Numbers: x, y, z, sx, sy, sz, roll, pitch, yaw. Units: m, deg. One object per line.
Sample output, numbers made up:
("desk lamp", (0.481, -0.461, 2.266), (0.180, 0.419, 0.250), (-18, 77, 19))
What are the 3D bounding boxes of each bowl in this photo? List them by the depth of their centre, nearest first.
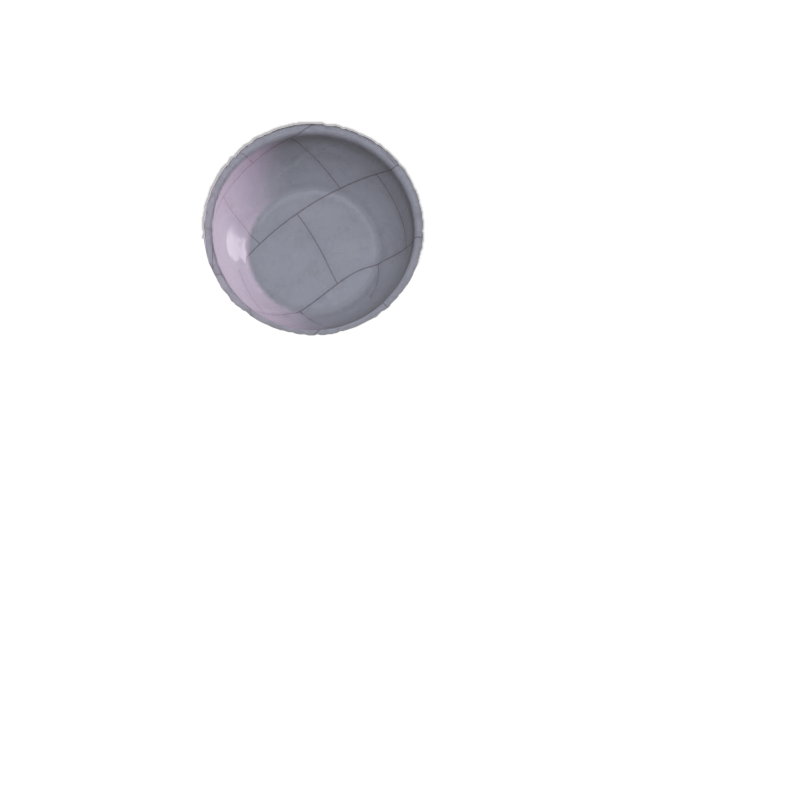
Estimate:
("bowl", (-0.062, -0.113, 0.788), (0.162, 0.156, 0.057), (0, 18, -1))
